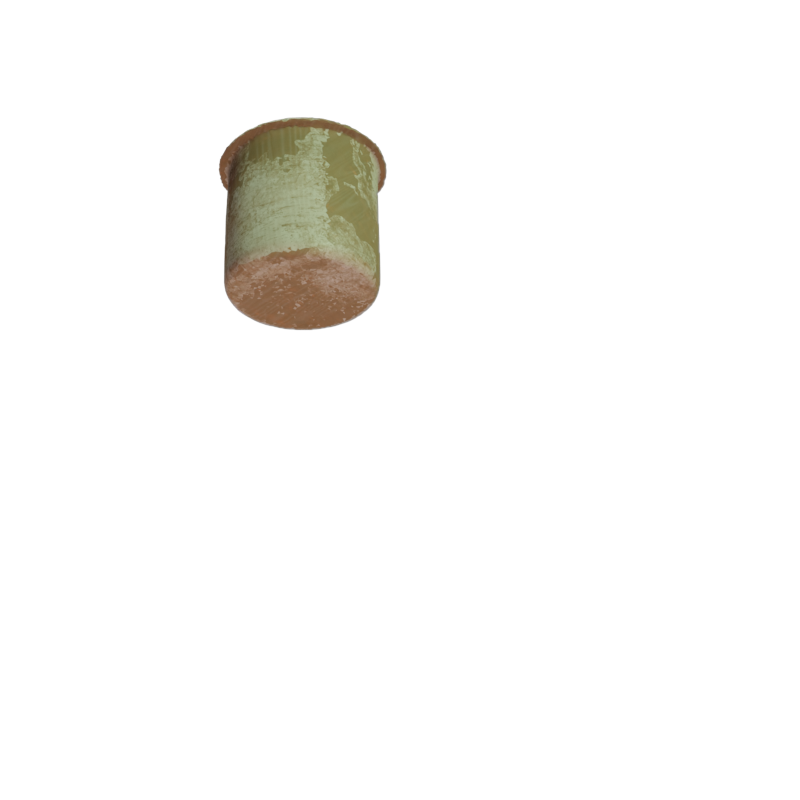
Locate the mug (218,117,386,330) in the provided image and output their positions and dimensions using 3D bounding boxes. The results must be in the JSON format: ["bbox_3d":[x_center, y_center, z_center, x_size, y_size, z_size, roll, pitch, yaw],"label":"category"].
[{"bbox_3d":[-0.047,-0.086,0.602,0.094,0.087,0.108,-15,-33,22],"label":"mug"}]
